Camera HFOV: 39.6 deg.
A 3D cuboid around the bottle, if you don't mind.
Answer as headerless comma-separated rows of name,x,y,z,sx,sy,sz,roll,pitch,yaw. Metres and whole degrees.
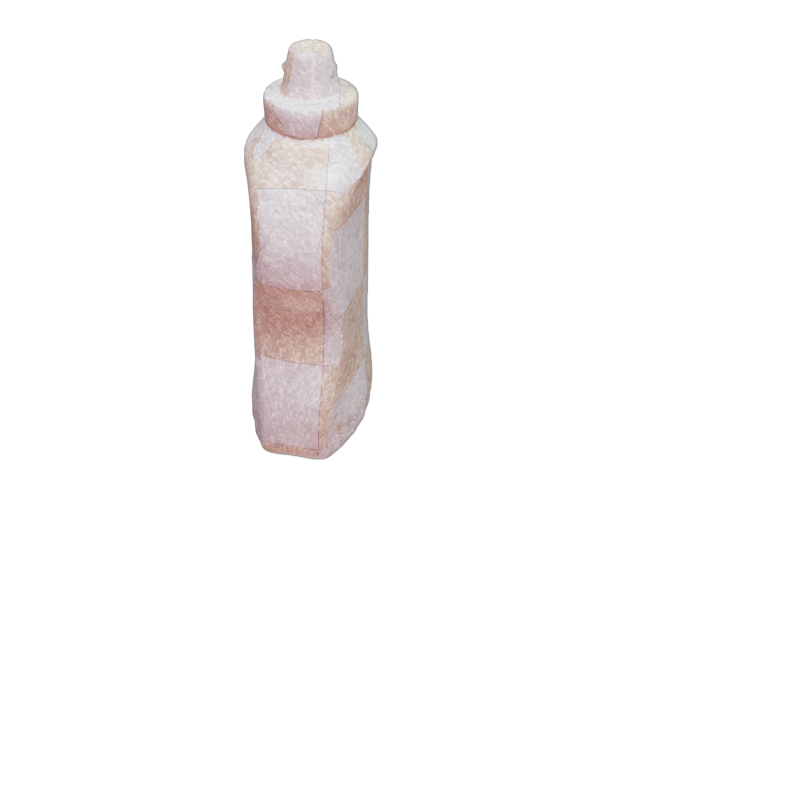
bottle,-0.041,-0.073,0.511,0.059,0.179,0.101,8,36,7
